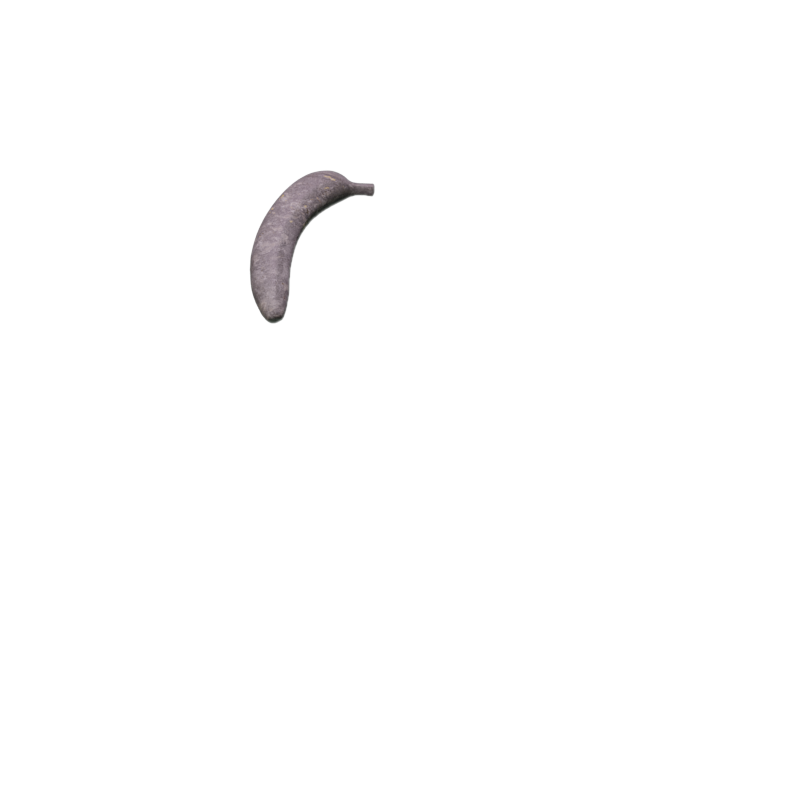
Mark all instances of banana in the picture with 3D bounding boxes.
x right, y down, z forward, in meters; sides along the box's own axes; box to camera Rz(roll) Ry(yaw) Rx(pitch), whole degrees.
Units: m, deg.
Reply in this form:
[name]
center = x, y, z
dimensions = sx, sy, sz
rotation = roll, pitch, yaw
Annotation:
[banana]
center = -0.093, -0.152, 1.001
dimensions = 0.072, 0.205, 0.034
rotation = 19, -38, 15
